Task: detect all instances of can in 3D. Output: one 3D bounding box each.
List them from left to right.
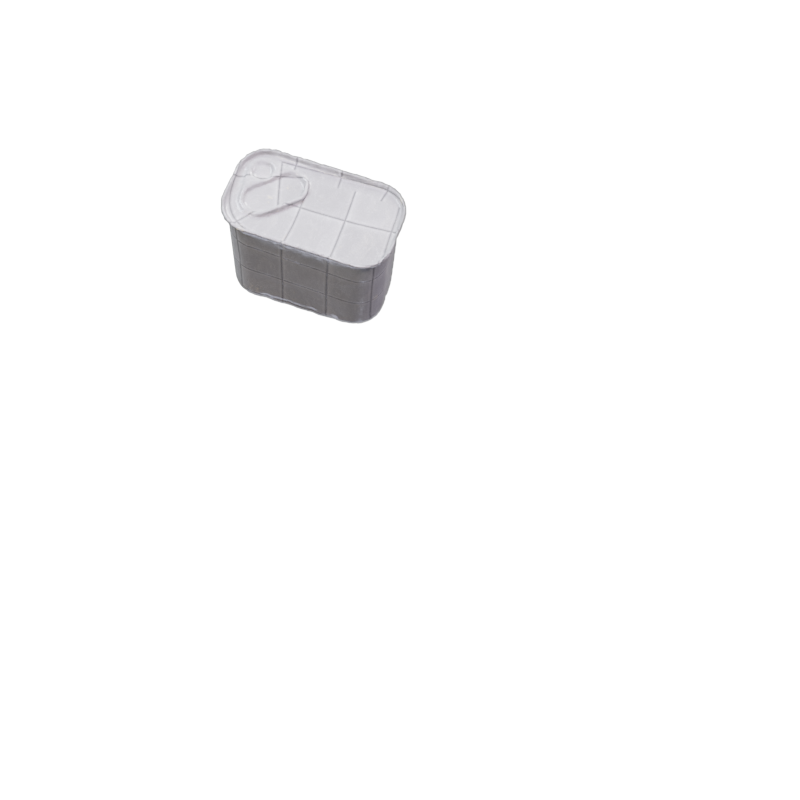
[{"bbox_3d":[-0.052,-0.094,0.658,0.104,0.060,0.079,19,-24,7],"label":"can"}]
